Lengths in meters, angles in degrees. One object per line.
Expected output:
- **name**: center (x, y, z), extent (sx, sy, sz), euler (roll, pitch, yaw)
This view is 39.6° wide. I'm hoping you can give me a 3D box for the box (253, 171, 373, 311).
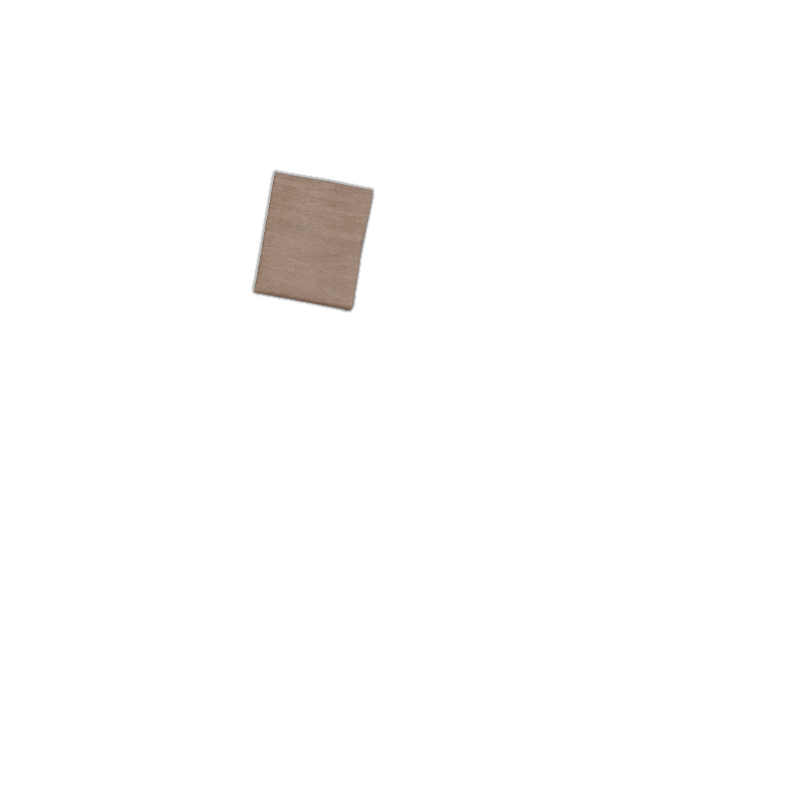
- **box**: center (-0.062, -0.114, 0.796), extent (0.073, 0.090, 0.030), euler (10, -4, 0)
